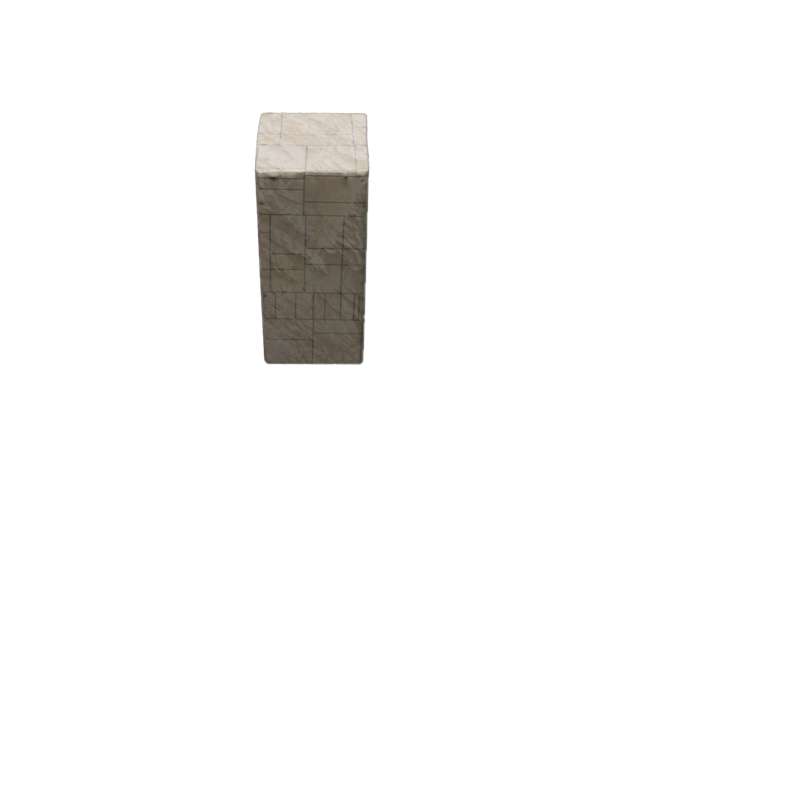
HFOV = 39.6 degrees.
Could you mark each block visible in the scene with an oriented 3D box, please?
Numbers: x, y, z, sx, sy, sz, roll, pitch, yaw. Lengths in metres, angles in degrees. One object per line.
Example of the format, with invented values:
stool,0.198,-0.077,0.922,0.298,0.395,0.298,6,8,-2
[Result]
block,-0.074,-0.135,0.947,0.090,0.192,0.097,1,41,-2
